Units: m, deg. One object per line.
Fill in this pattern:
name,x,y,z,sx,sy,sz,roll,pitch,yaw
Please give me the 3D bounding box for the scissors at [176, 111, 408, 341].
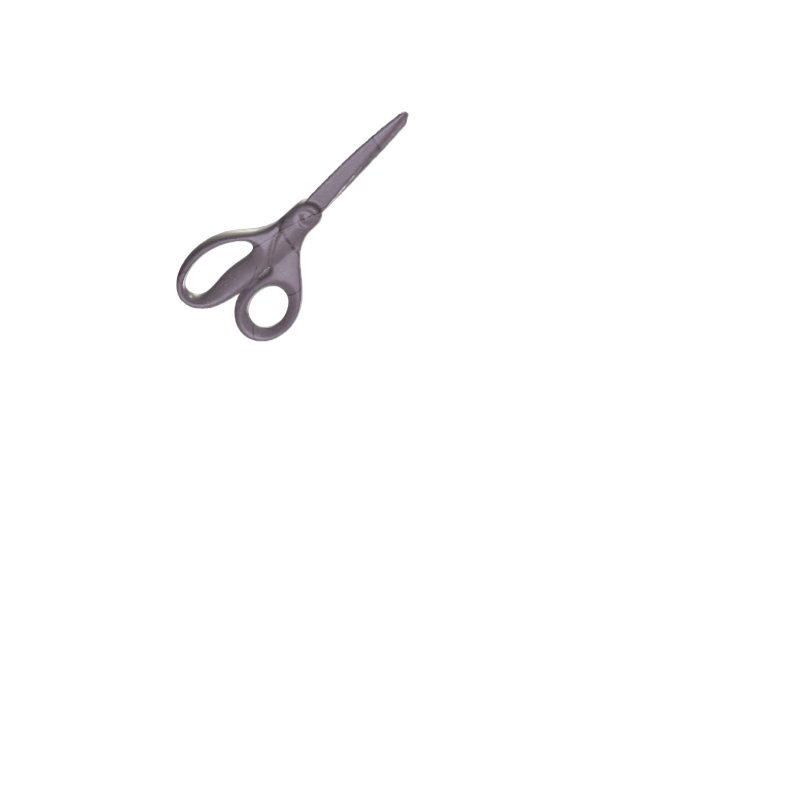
scissors,-0.059,-0.108,0.754,0.202,0.091,0.017,-28,25,14
